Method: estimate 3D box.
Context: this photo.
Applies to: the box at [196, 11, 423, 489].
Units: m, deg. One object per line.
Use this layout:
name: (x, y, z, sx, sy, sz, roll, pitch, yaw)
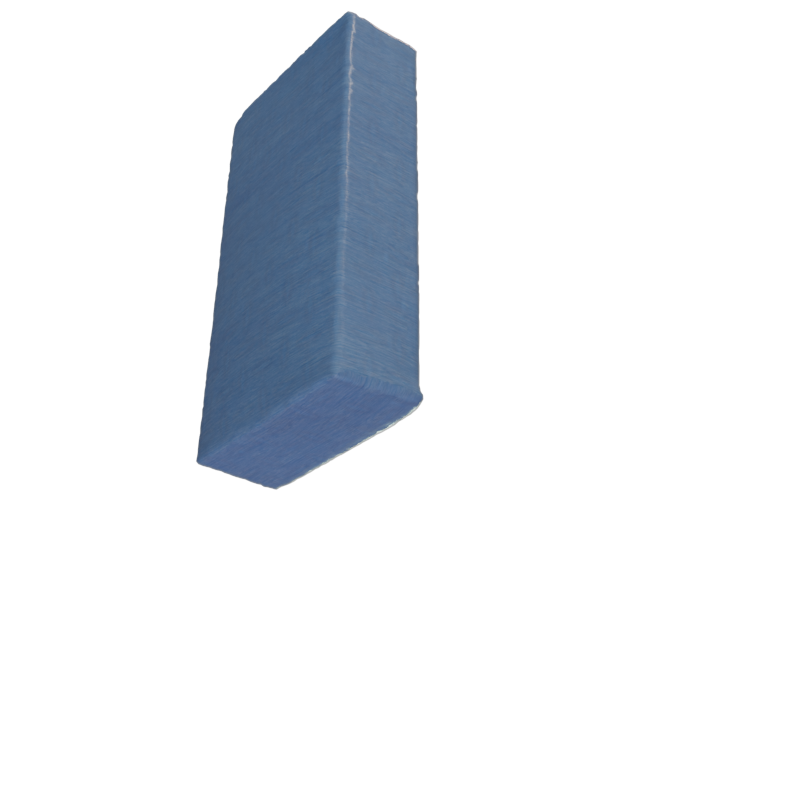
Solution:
box: (-0.036, -0.064, 0.451, 0.045, 0.188, 0.092, 22, -40, -33)
